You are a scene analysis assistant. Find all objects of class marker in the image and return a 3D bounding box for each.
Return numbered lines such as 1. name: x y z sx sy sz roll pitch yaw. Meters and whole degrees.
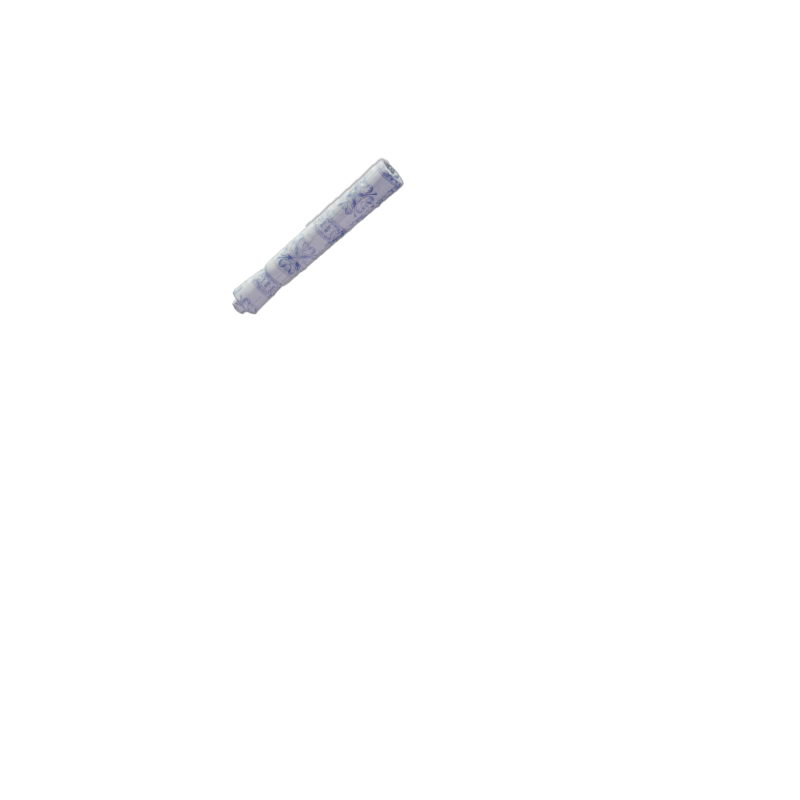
1. marker: -0.049 -0.089 0.622 0.120 0.020 0.019 -39 -9 16
